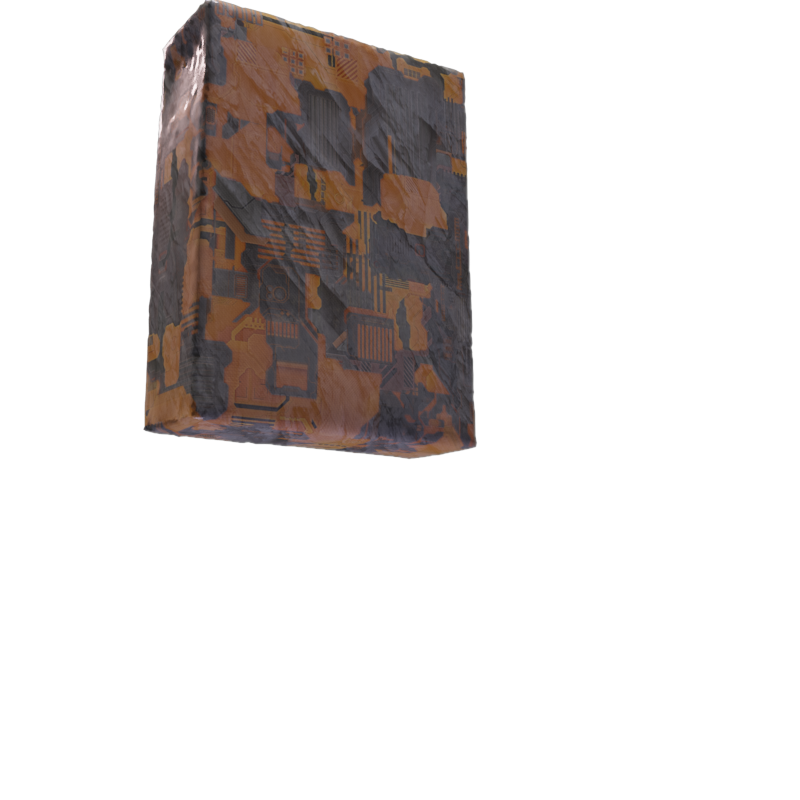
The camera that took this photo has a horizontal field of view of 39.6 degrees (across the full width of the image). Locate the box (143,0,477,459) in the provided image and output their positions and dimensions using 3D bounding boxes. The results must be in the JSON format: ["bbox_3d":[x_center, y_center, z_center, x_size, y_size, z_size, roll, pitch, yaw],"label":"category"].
[{"bbox_3d":[-0.046,-0.083,0.584,0.157,0.223,0.072,9,-20,-31],"label":"box"}]
